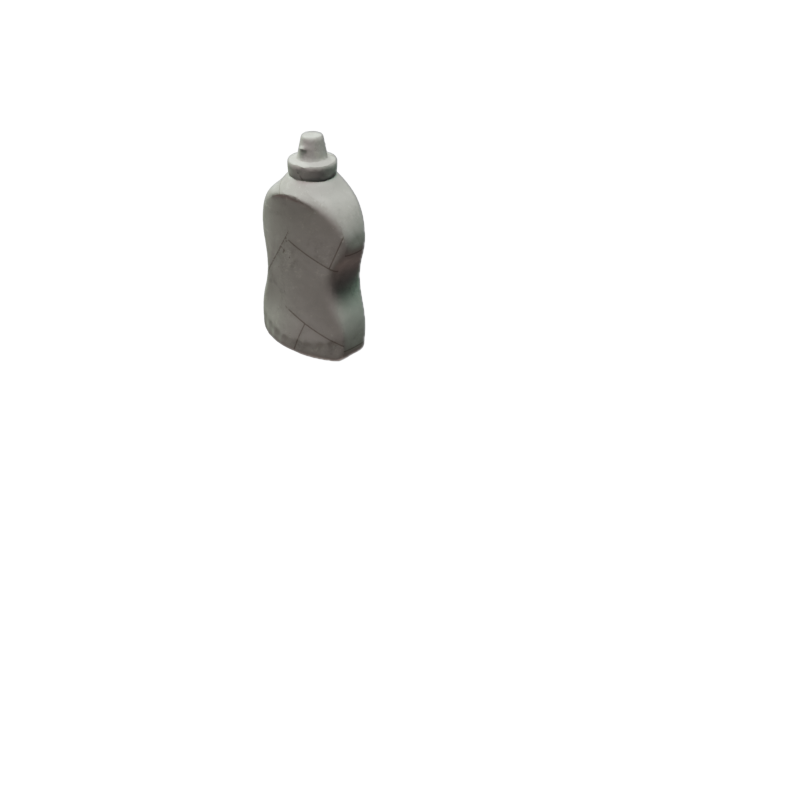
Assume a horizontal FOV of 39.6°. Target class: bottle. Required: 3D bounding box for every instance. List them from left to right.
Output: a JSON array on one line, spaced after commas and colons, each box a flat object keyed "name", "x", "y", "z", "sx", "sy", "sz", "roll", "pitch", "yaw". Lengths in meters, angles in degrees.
[{"name": "bottle", "x": -0.073, "y": -0.133, "z": 0.934, "sx": 0.102, "sy": 0.181, "sz": 0.058, "roll": 24, "pitch": 34, "yaw": 37}]
